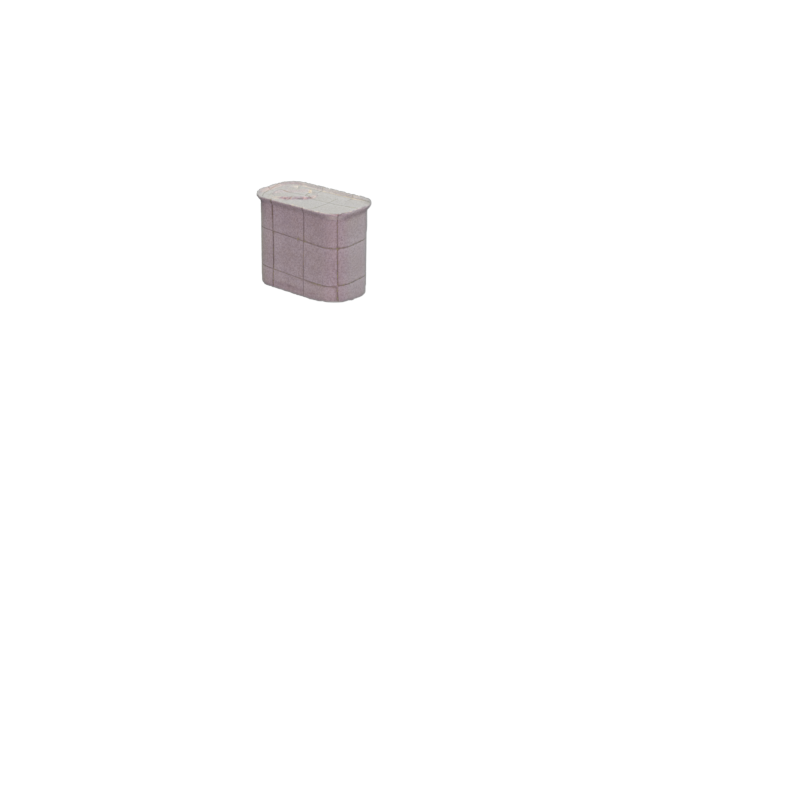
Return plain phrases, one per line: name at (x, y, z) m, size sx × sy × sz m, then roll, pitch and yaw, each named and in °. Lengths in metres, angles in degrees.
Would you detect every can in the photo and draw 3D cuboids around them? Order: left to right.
can at (-0.076, -0.138, 0.965) m, size 0.108 × 0.080 × 0.057 m, roll 19°, pitch 29°, yaw 35°
